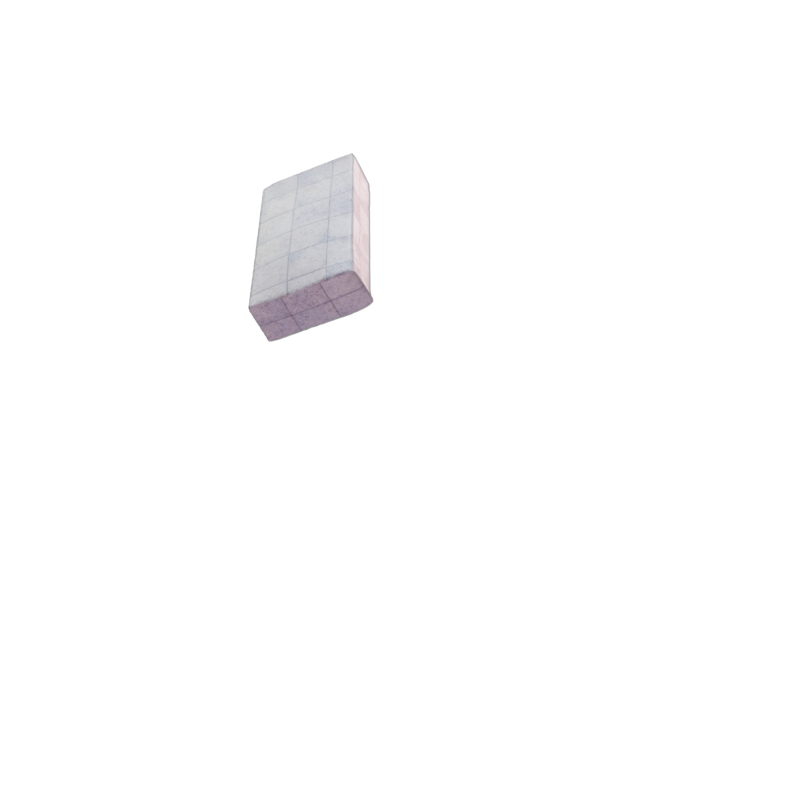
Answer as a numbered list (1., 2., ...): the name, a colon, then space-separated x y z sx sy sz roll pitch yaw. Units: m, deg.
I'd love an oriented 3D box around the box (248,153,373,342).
1. box: -0.073 -0.133 0.928 0.094 0.044 0.189 -20 40 13
